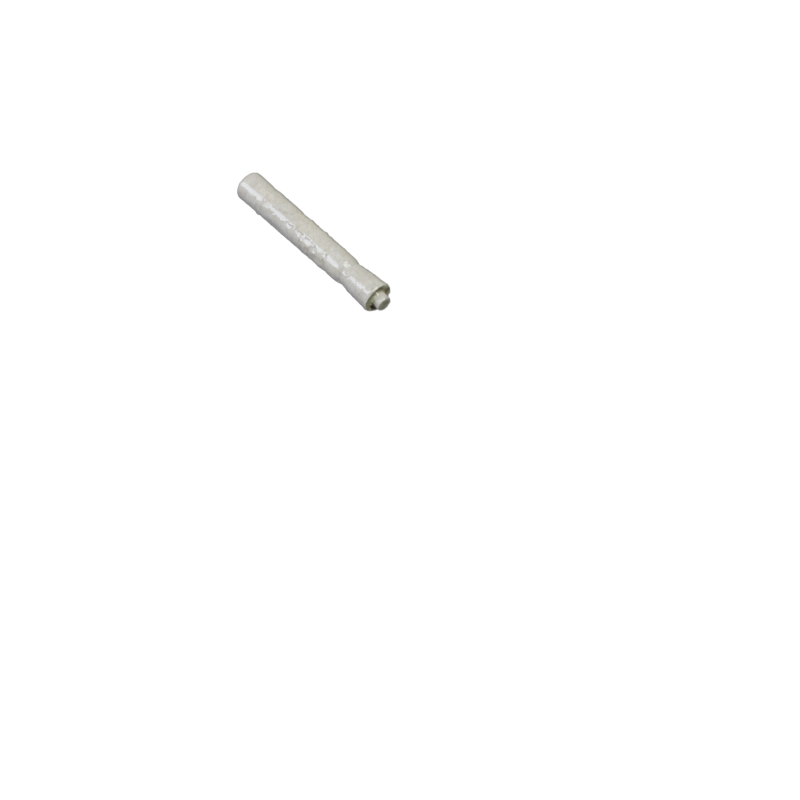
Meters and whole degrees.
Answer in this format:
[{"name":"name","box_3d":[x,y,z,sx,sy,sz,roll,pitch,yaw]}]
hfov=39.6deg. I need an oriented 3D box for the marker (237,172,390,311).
[{"name":"marker","box_3d":[-0.050,-0.090,0.634,0.129,0.019,0.019,43,27,29]}]
